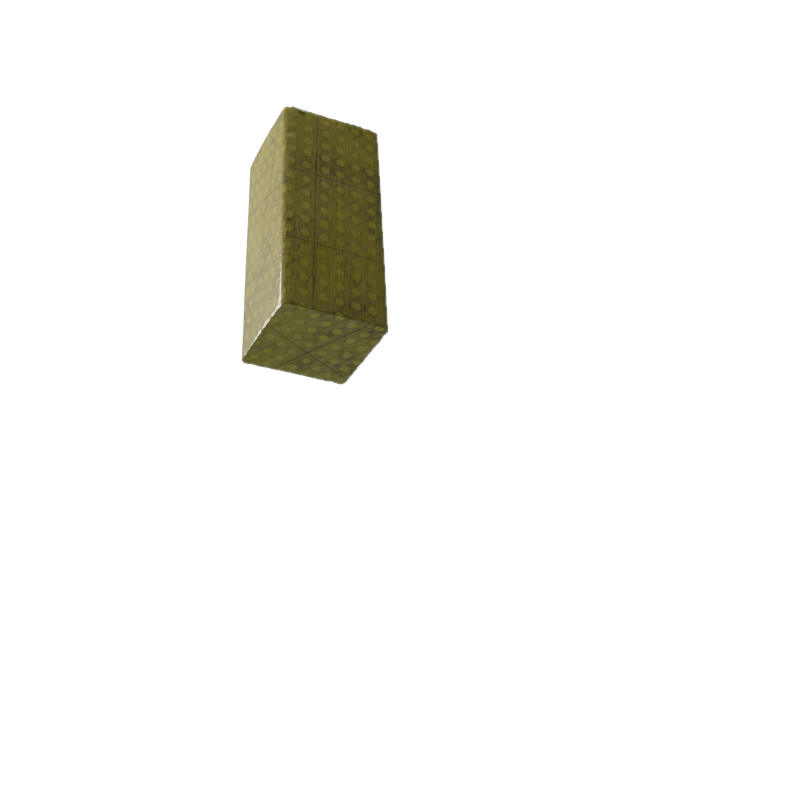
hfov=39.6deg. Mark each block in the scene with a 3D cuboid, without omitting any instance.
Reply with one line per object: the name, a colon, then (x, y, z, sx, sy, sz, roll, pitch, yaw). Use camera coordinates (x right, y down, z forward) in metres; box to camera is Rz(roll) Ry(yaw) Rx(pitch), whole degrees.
block: (-0.072, -0.131, 0.917, 0.087, 0.221, 0.087, 14, -39, -21)
